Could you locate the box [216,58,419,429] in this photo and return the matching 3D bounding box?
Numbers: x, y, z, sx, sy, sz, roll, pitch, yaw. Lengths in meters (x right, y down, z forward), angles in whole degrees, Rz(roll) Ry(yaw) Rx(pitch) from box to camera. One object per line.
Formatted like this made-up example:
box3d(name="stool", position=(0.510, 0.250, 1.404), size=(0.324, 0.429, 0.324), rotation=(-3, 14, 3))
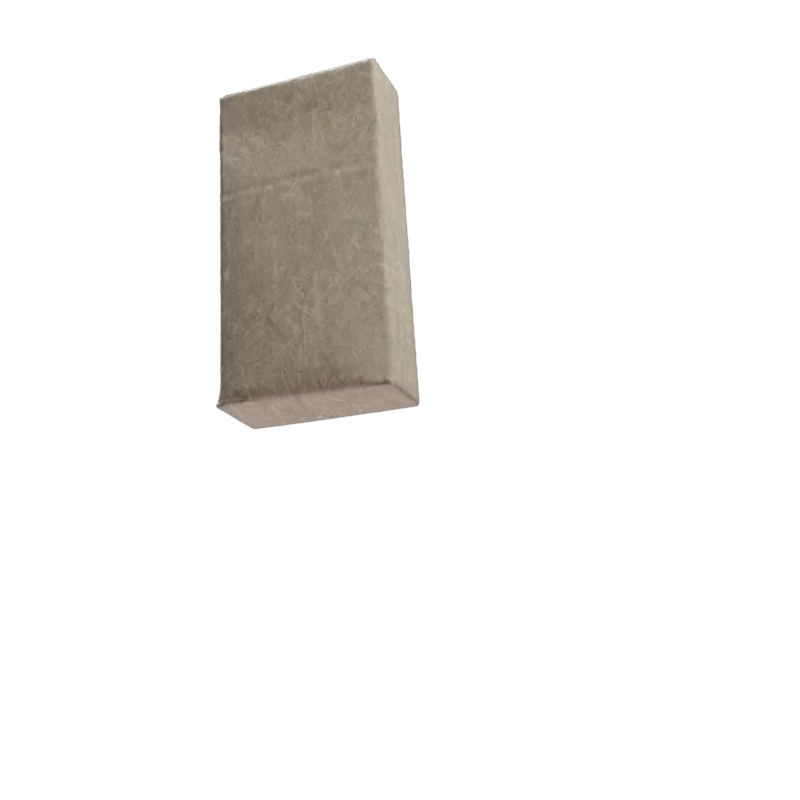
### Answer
box3d(name="box", position=(-0.044, -0.080, 0.564), size=(0.095, 0.186, 0.045), rotation=(-10, -25, 19))
